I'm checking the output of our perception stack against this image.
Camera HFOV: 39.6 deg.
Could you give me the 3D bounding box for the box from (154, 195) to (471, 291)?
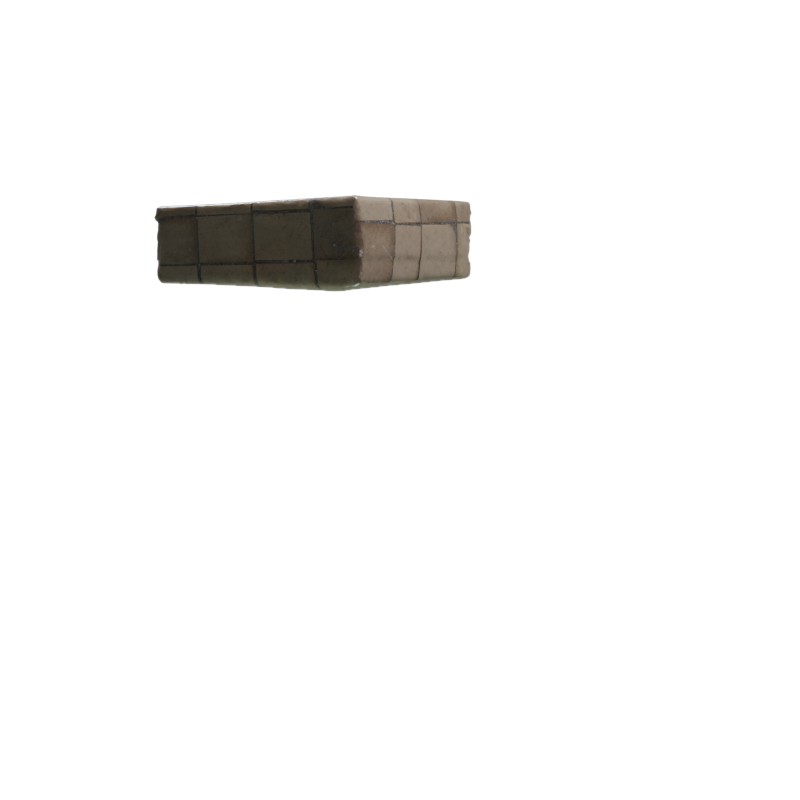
[{"bbox_3d":[-0.039,-0.070,0.493,0.118,0.038,0.087,6,10,35],"label":"box"}]
